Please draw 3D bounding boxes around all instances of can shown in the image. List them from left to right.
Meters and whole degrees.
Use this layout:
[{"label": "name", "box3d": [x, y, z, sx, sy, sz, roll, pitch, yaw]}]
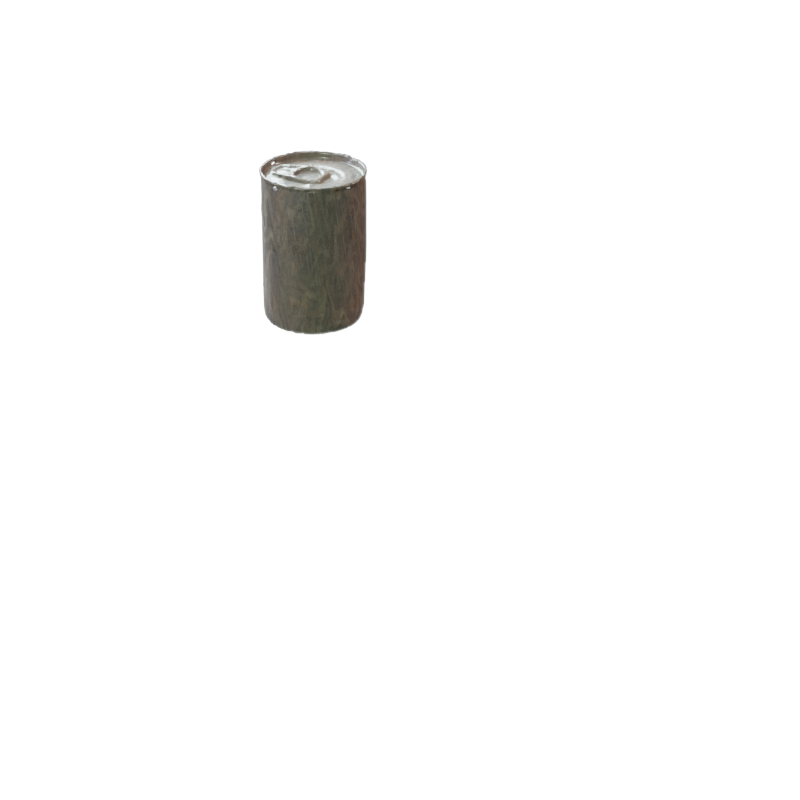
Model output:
[{"label": "can", "box3d": [-0.056, -0.103, 0.719, 0.068, 0.097, 0.073, 0, 28, -2]}]
